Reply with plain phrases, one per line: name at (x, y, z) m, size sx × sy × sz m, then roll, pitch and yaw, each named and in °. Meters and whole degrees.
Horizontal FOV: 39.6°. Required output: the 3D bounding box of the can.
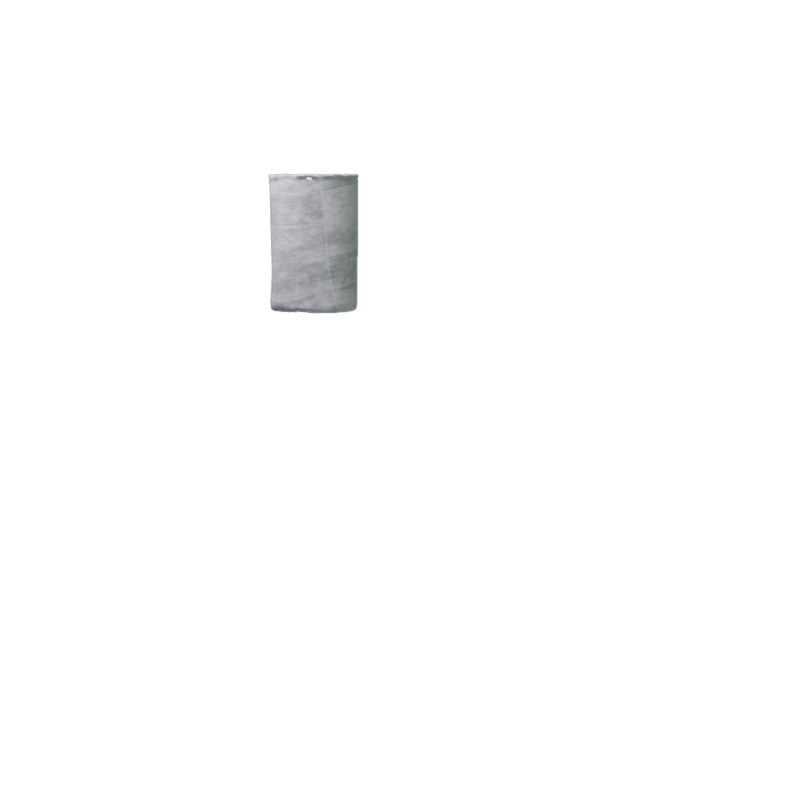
can at (-0.065, -0.119, 0.834) m, size 0.068 × 0.101 × 0.069 m, roll 0°, pitch 5°, yaw -2°
